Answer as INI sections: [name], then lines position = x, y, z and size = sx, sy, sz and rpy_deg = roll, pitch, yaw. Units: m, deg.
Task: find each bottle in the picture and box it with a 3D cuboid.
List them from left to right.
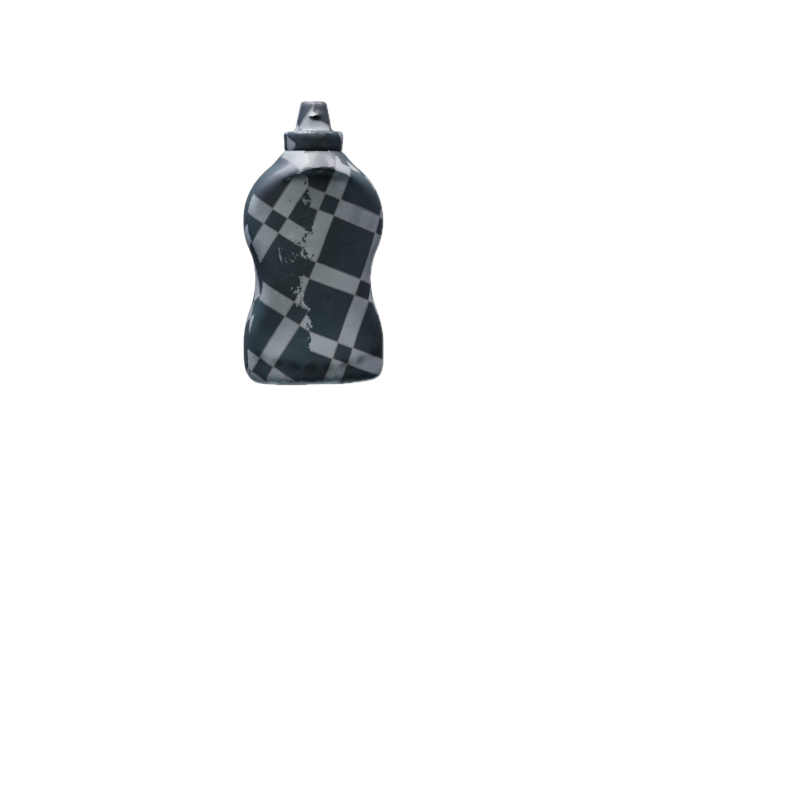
[bottle]
position = -0.060, -0.109, 0.764
size = 0.095, 0.190, 0.060
rpy_deg = -1, 4, -8
